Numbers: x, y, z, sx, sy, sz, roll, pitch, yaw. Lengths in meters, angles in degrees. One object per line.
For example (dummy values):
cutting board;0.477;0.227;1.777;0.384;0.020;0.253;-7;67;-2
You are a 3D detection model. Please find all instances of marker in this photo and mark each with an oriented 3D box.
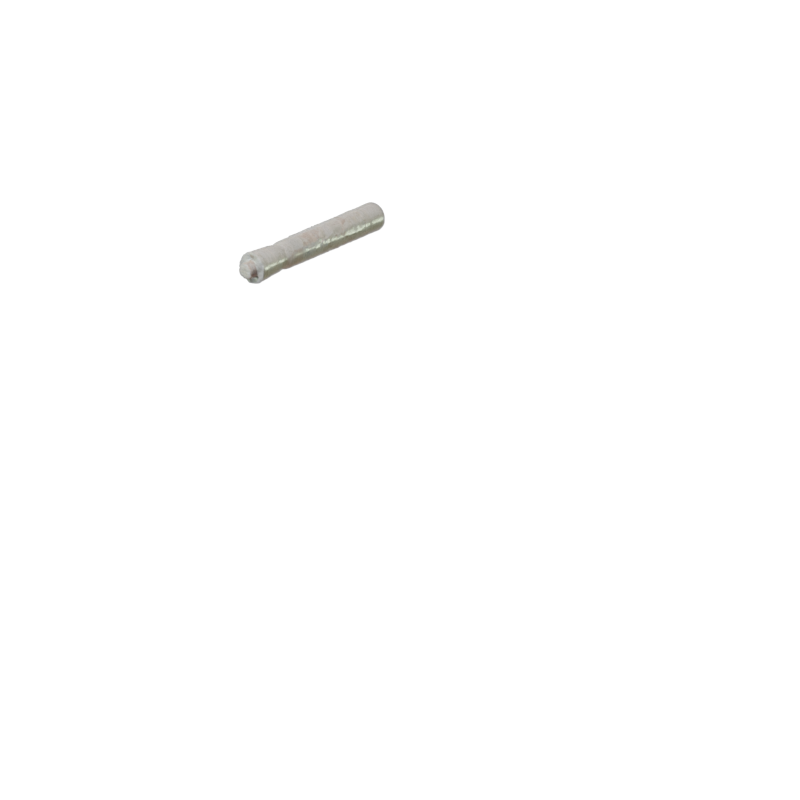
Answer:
marker;-0.052;-0.095;0.664;0.021;0.019;0.121;3;24;38
